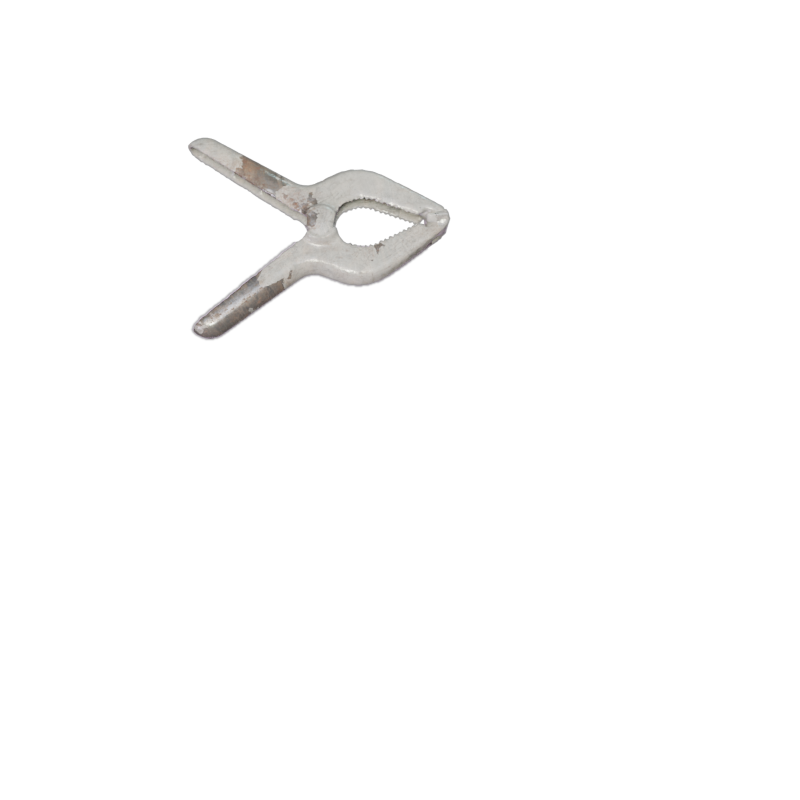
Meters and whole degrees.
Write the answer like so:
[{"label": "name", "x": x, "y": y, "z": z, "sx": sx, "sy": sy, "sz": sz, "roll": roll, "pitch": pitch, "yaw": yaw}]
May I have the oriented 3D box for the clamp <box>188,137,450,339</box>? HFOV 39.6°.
[{"label": "clamp", "x": -0.068, "y": -0.124, "z": 0.865, "sx": 0.210, "sy": 0.171, "sz": 0.035, "roll": 3, "pitch": -17, "yaw": 1}]
